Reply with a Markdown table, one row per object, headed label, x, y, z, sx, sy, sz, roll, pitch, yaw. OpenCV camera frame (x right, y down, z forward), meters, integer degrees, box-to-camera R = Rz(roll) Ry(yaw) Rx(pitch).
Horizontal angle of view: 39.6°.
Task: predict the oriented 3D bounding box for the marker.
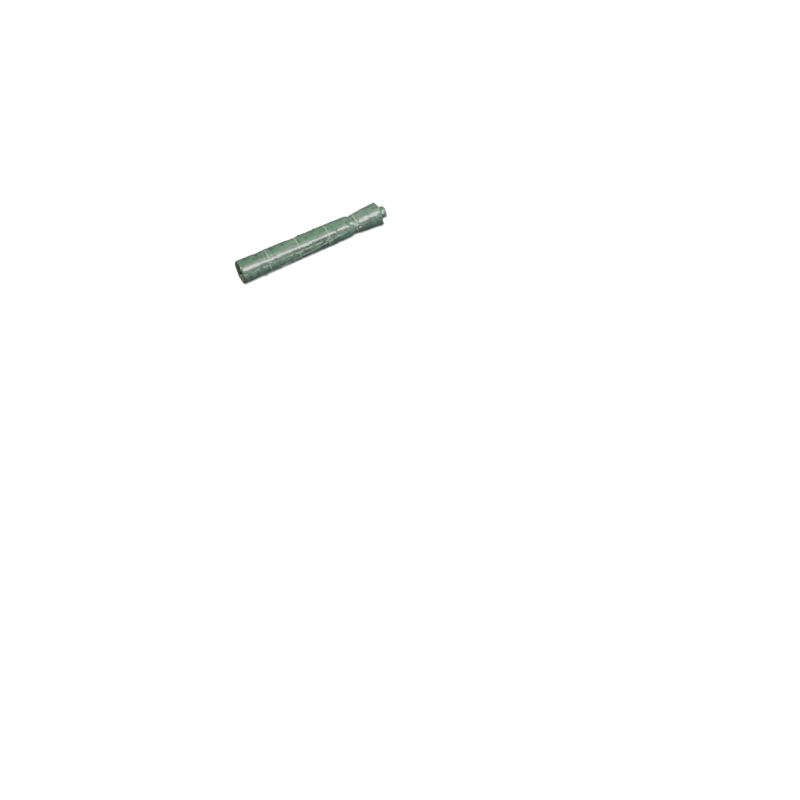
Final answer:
| label | x | y | z | sx | sy | sz | roll | pitch | yaw |
| --- | --- | --- | --- | --- | --- | --- | --- | --- | --- |
| marker | -0.065 | -0.118 | 0.826 | 0.120 | 0.019 | 0.020 | -25 | 11 | -14 |
